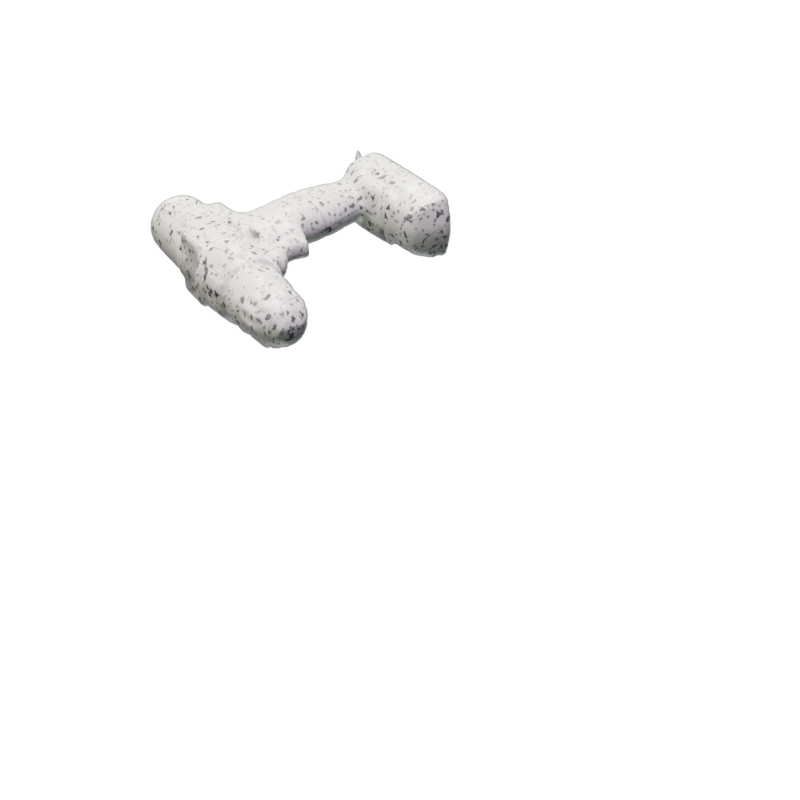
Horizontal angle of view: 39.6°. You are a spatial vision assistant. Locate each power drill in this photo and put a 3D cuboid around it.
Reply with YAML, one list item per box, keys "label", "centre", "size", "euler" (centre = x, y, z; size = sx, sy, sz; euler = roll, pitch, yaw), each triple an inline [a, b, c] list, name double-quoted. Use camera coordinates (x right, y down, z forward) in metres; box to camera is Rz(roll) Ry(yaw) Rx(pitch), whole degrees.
- label: "power drill"
  centre: [-0.061, -0.111, 0.775]
  size: [0.185, 0.054, 0.199]
  euler: [-19, 39, -26]
